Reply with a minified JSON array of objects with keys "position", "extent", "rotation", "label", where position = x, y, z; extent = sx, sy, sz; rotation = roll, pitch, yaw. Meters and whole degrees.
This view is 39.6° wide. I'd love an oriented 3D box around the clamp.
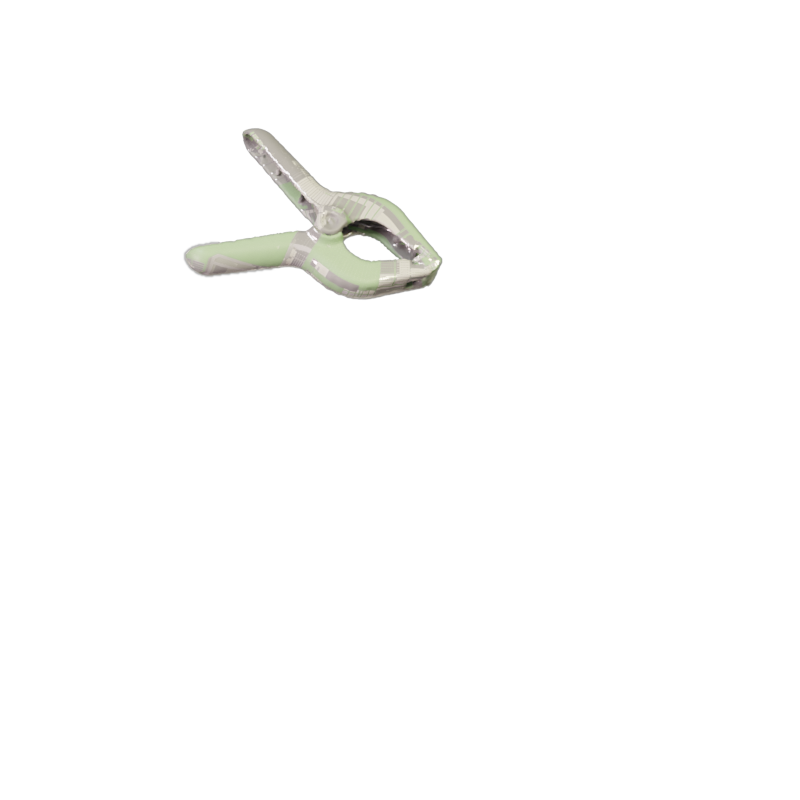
[{"position":[-0.060,-0.110,0.767],"extent":[0.175,0.123,0.037],"rotation":[26,-19,10],"label":"clamp"}]
